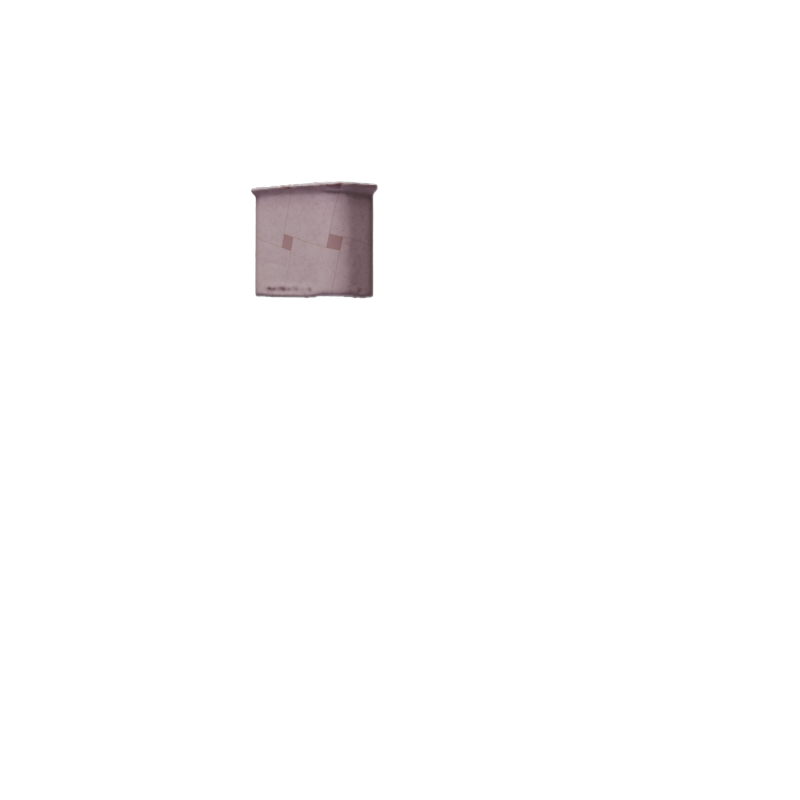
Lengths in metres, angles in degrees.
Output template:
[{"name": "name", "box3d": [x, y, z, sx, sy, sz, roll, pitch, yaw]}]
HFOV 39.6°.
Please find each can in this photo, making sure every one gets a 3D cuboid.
[{"name": "can", "box3d": [-0.066, -0.119, 0.836, 0.106, 0.084, 0.055, 3, 3, 44]}]
